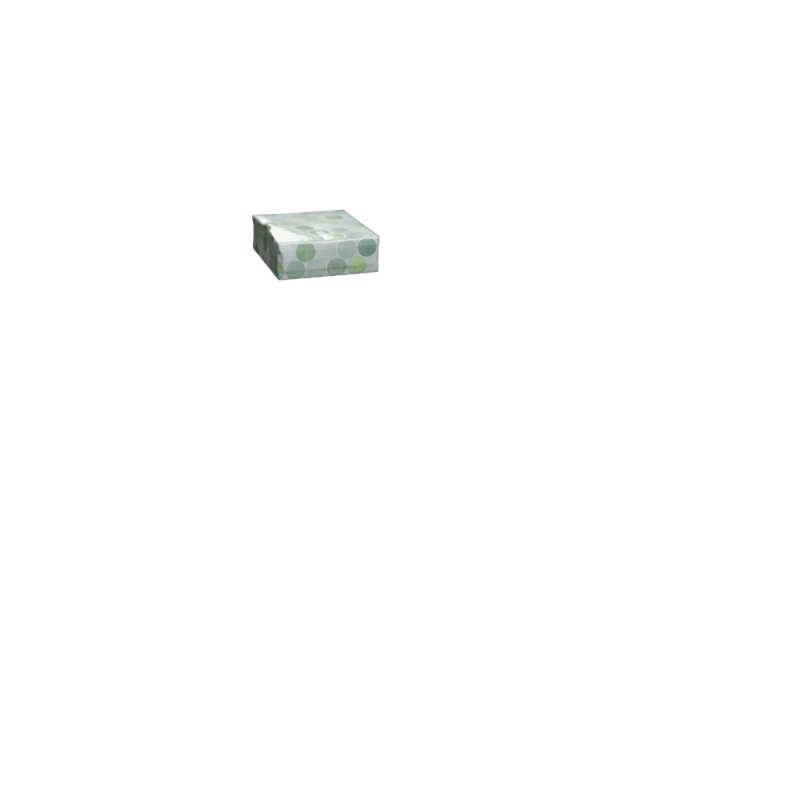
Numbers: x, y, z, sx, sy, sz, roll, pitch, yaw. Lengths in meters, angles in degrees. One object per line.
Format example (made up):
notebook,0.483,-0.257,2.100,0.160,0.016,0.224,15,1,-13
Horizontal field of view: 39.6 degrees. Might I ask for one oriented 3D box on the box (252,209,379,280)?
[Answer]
box,-0.063,-0.114,0.798,0.072,0.029,0.095,-6,23,-16
